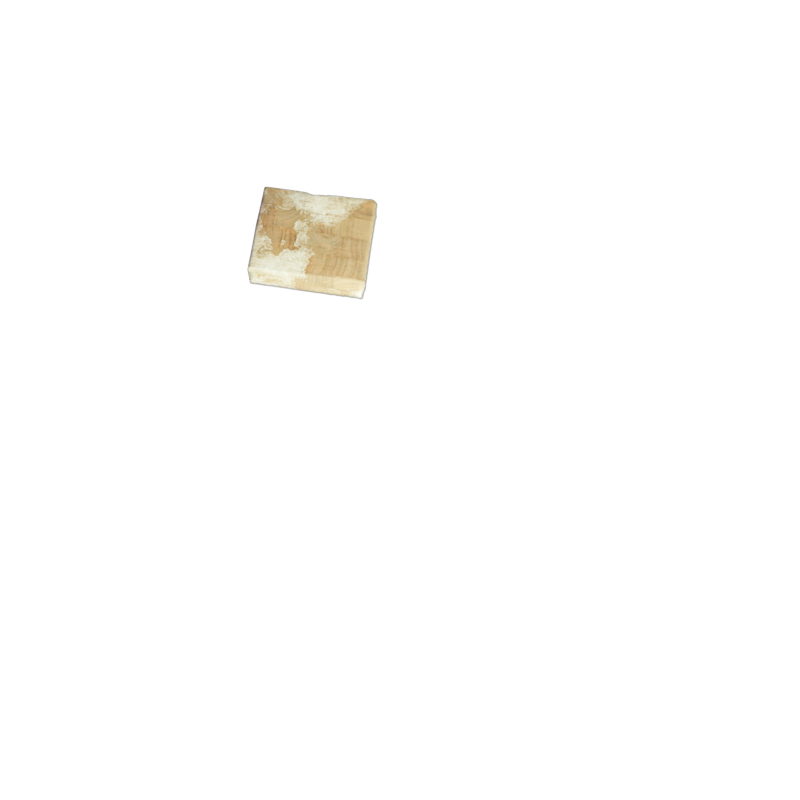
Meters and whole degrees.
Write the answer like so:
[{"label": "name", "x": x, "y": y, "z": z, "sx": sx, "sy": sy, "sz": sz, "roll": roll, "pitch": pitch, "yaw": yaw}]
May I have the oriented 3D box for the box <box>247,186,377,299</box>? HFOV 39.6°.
[{"label": "box", "x": -0.066, "y": -0.120, "z": 0.839, "sx": 0.090, "sy": 0.077, "sz": 0.028, "roll": 7, "pitch": -27, "yaw": 3}]
